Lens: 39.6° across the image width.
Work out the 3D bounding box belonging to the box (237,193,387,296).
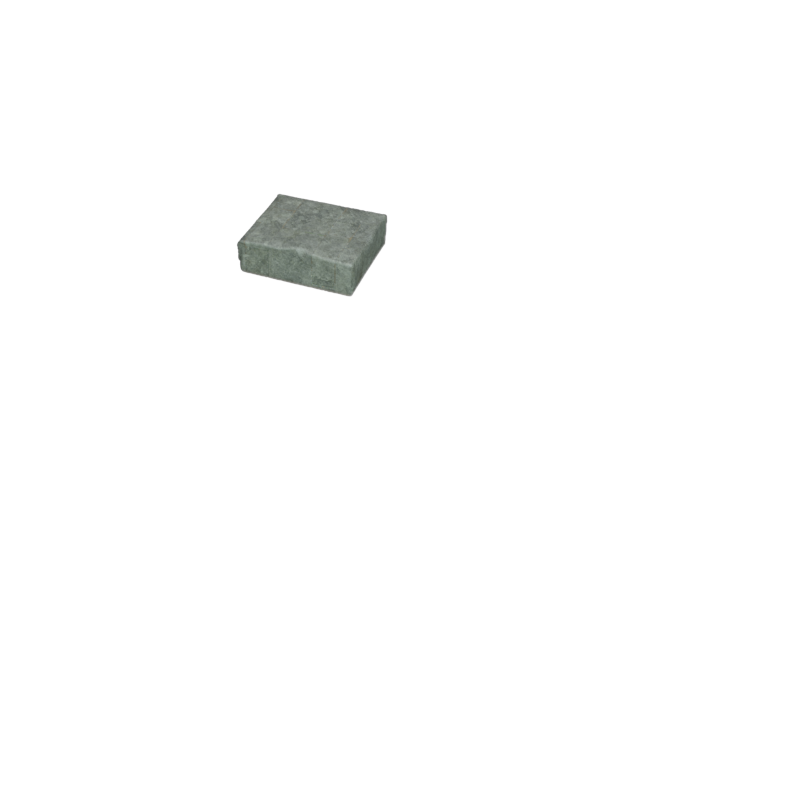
[{"bbox_3d":[-0.063,-0.115,0.804,0.092,0.028,0.076,13,40,16],"label":"box"}]
